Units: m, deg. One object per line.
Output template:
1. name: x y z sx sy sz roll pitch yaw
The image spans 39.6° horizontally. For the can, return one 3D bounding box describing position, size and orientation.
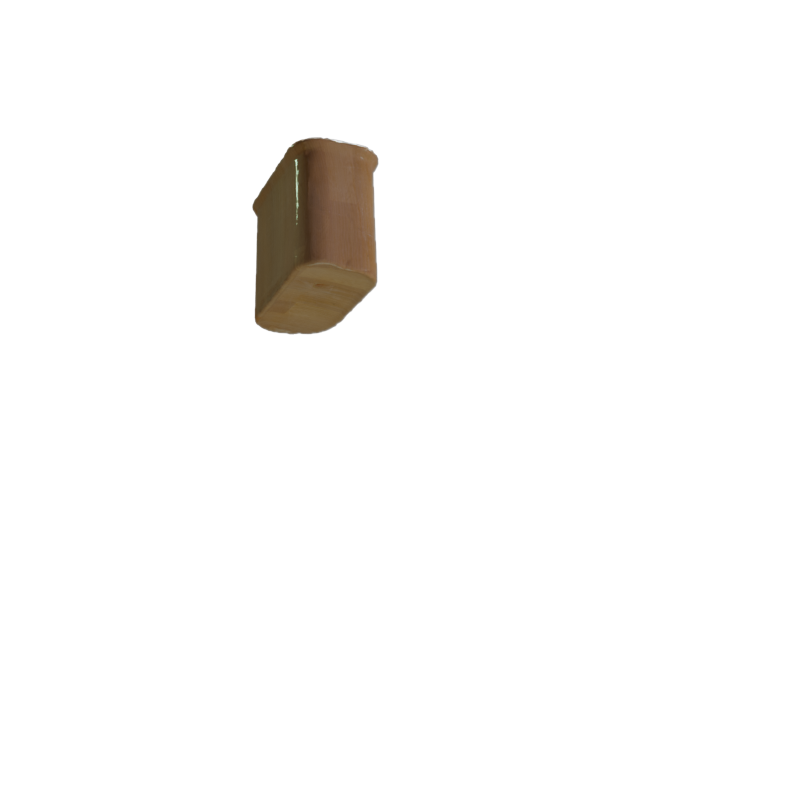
1. can: -0.053 -0.096 0.673 0.056 0.089 0.100 10 -27 -22
